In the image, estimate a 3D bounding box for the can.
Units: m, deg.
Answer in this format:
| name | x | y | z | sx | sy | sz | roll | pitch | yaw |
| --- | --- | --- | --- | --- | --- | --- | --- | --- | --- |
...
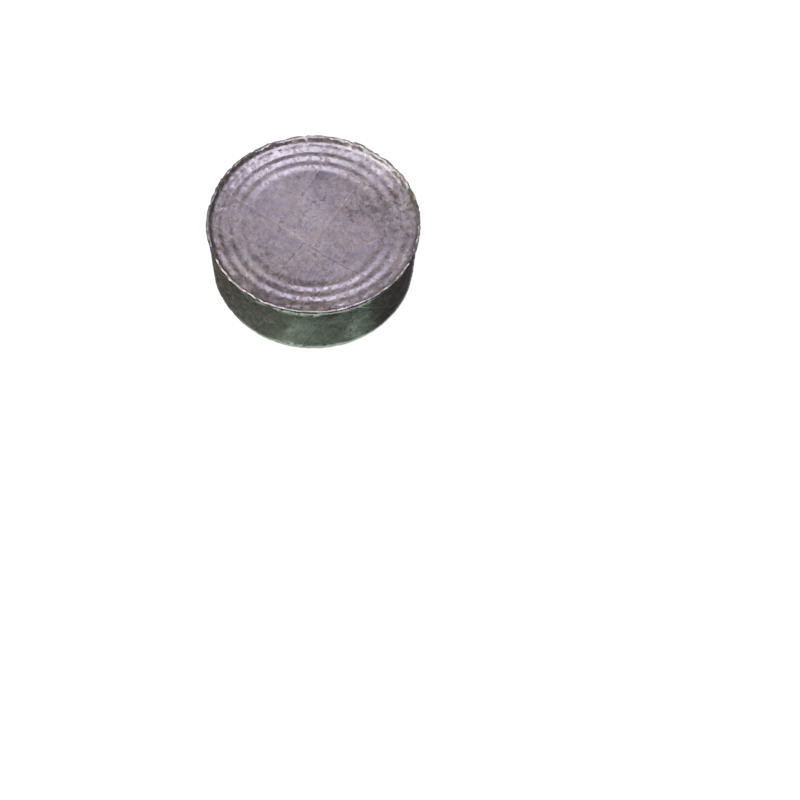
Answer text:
| name | x | y | z | sx | sy | sz | roll | pitch | yaw |
| --- | --- | --- | --- | --- | --- | --- | --- | --- | --- |
| can | -0.036 | -0.065 | 0.455 | 0.086 | 0.092 | 0.031 | -1 | -31 | -1 |
